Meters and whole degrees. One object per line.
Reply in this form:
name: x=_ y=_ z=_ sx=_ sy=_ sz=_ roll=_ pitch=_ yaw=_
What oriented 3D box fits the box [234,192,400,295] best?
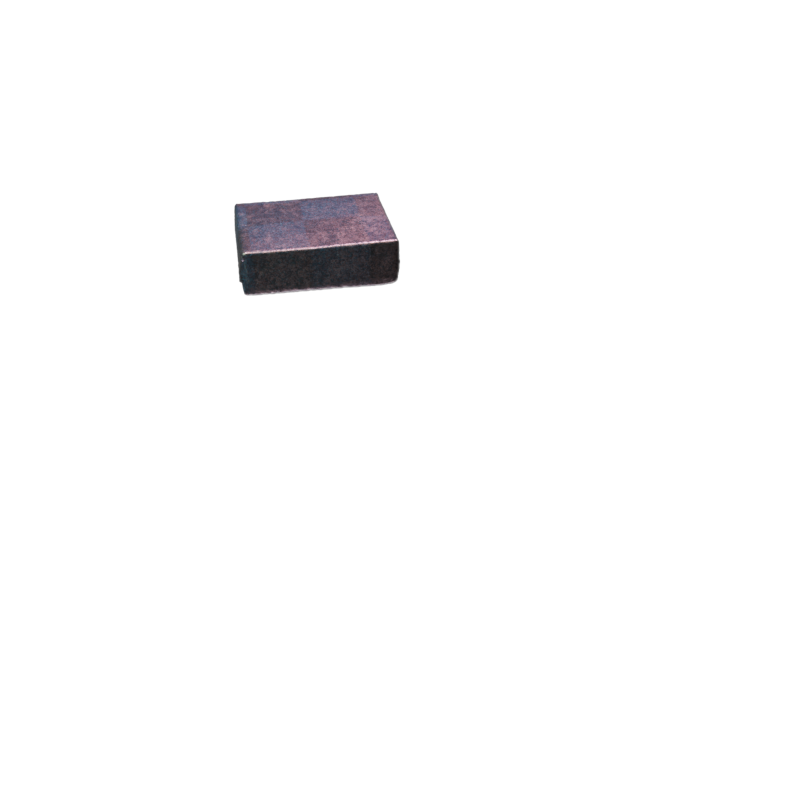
box: x=-0.063 y=-0.115 z=0.809 sx=0.112 sy=0.037 sz=0.096 roll=-4 pitch=32 yaw=-7
